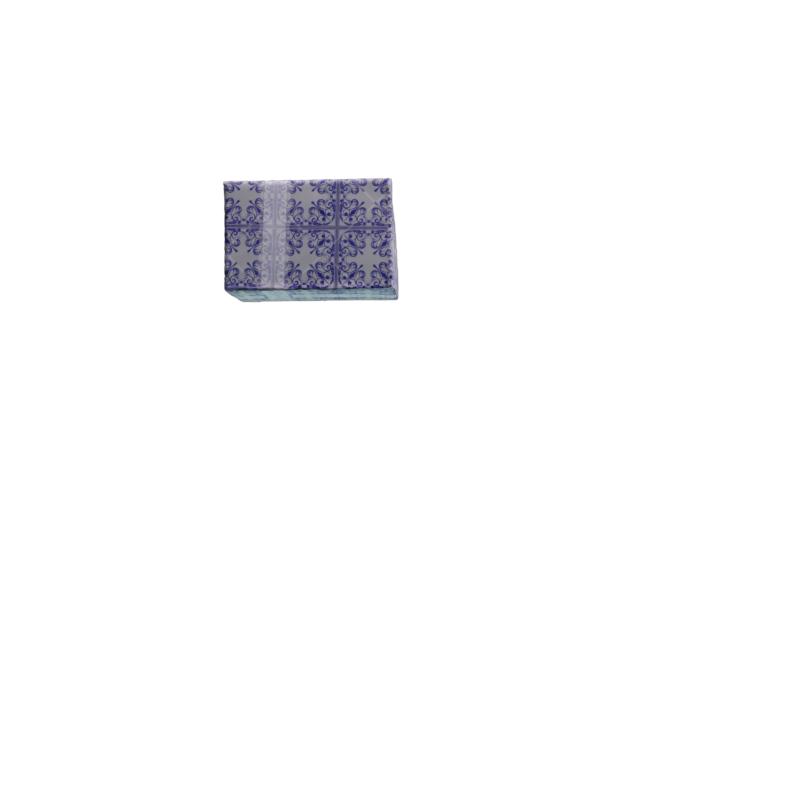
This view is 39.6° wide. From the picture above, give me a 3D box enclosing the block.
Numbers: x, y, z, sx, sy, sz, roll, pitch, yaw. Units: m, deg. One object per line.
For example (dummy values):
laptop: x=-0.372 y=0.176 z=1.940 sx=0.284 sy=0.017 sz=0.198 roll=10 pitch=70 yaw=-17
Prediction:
block: x=-0.040 y=-0.073 z=0.514 sx=0.078 sy=0.052 sz=0.052 roll=0 pitch=-4 yaw=3
